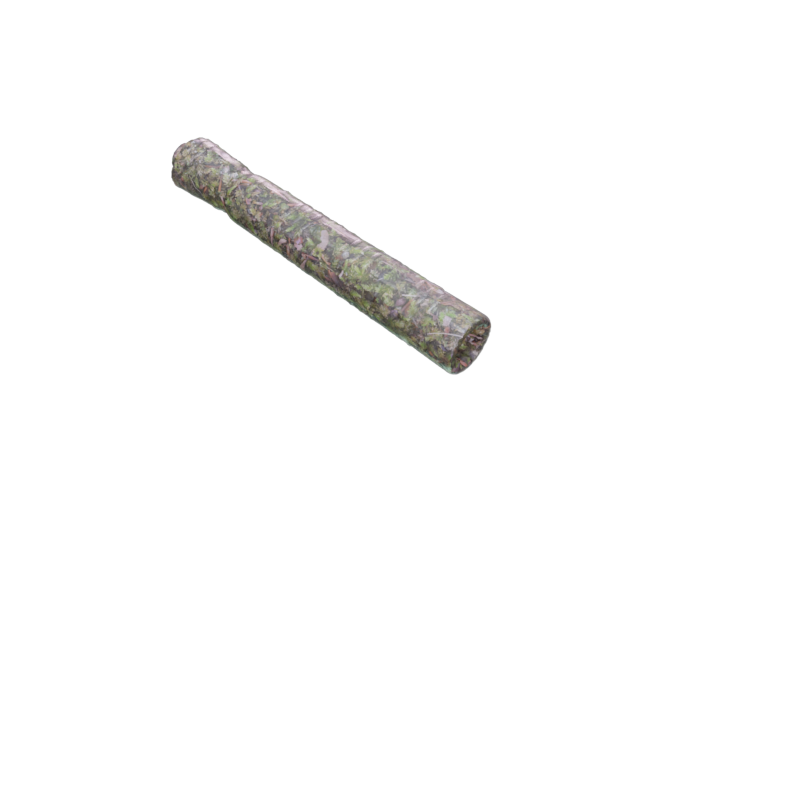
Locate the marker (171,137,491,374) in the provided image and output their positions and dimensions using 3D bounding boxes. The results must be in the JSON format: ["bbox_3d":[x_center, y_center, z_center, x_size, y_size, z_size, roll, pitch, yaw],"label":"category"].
[{"bbox_3d":[-0.026,-0.048,0.334,0.129,0.019,0.019,36,22,29],"label":"marker"}]
